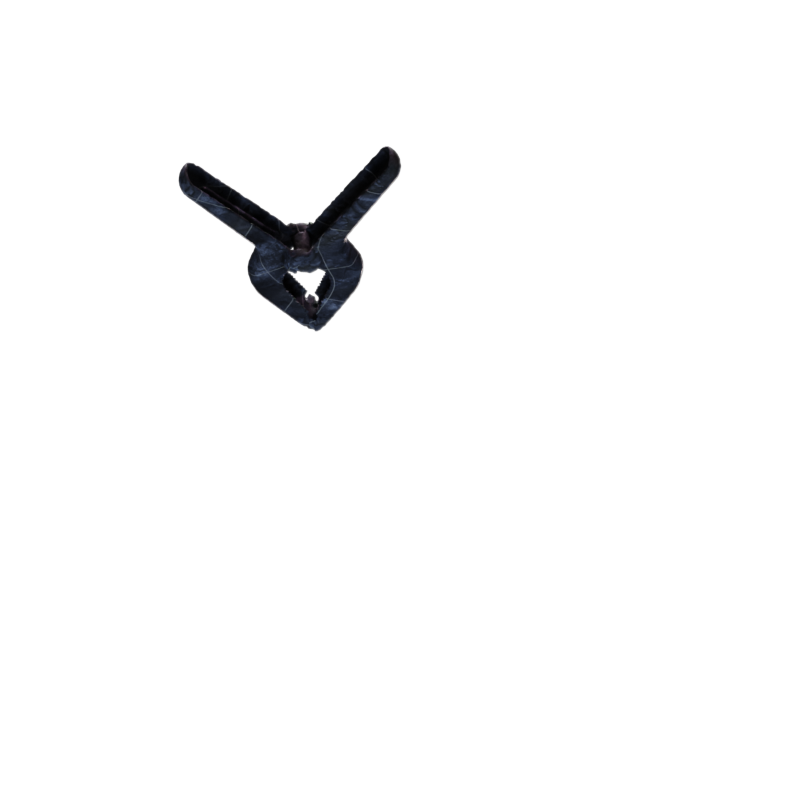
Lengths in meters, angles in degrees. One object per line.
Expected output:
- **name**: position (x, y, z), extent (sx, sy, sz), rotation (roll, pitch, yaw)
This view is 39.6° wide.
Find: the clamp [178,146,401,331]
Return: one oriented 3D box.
- **clamp**: position (-0.069, -0.126, 0.885), extent (0.166, 0.039, 0.194), rotation (-6, -34, 9)
